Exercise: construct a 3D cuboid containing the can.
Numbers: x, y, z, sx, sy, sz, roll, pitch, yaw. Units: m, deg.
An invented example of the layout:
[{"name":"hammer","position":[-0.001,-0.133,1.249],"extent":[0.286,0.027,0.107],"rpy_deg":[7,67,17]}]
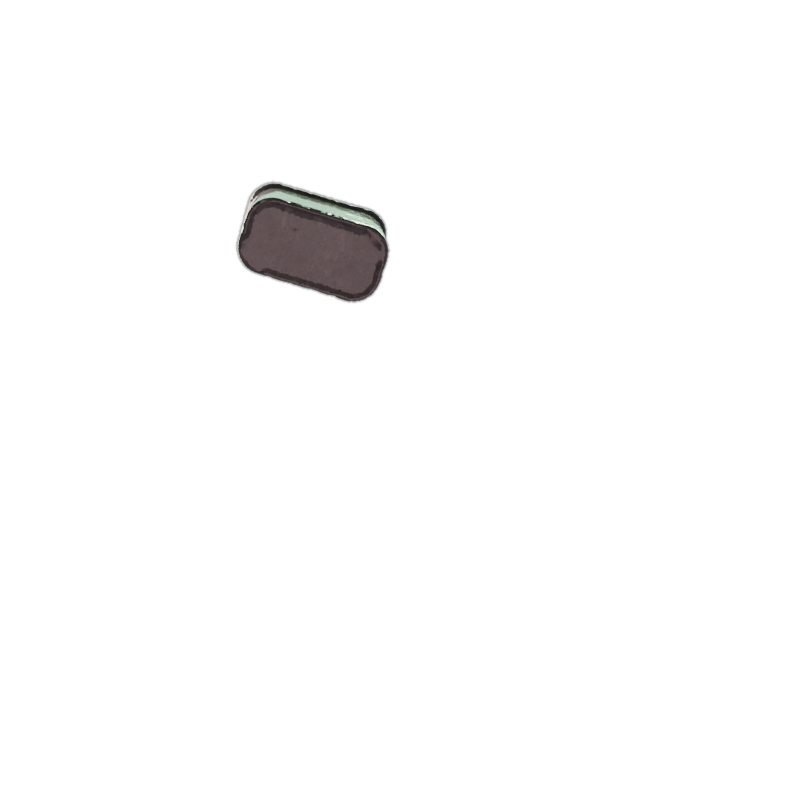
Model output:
[{"name":"can","position":[-0.059,-0.108,0.754],"extent":[0.101,0.056,0.086],"rpy_deg":[16,11,-5]}]
